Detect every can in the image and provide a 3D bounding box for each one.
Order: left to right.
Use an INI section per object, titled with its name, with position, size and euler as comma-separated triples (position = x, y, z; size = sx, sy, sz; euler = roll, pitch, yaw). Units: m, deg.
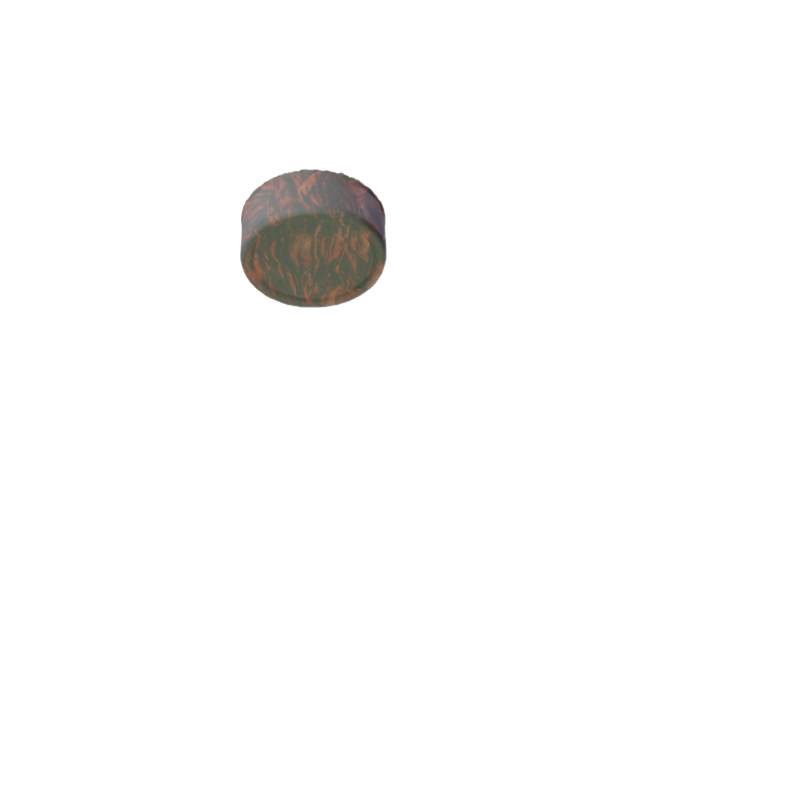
[can]
position = -0.051, -0.092, 0.645
size = 0.086, 0.036, 0.080
euler = 1, -39, -2
